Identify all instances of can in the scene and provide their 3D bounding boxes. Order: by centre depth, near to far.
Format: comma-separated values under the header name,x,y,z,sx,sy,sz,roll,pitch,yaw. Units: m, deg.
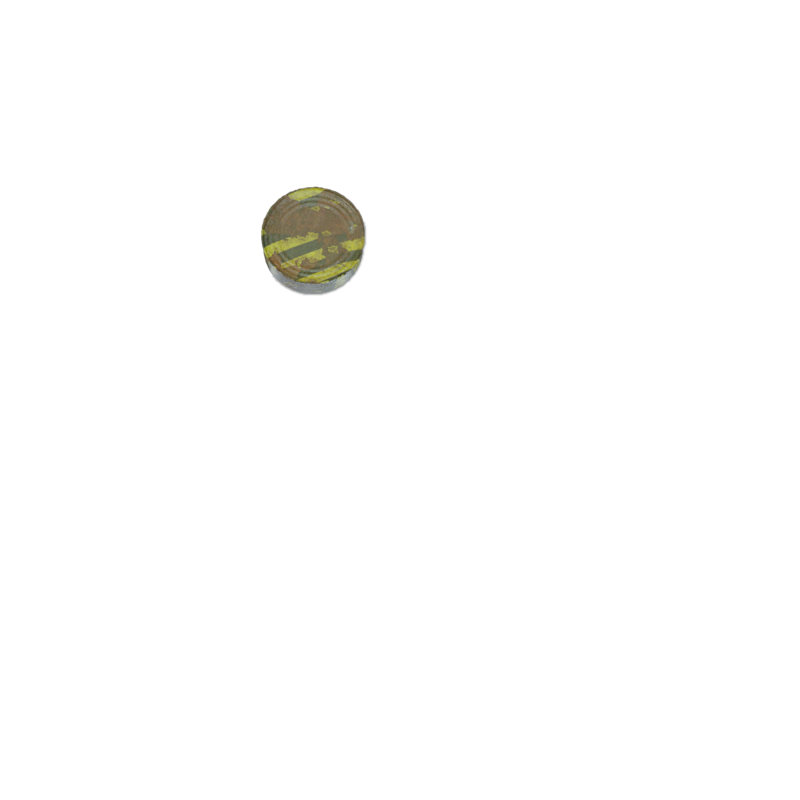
name,x,y,z,sx,sy,sz,roll,pitch,yaw
can,-0.072,-0.131,0.919,0.086,0.090,0.032,-1,-20,-1
